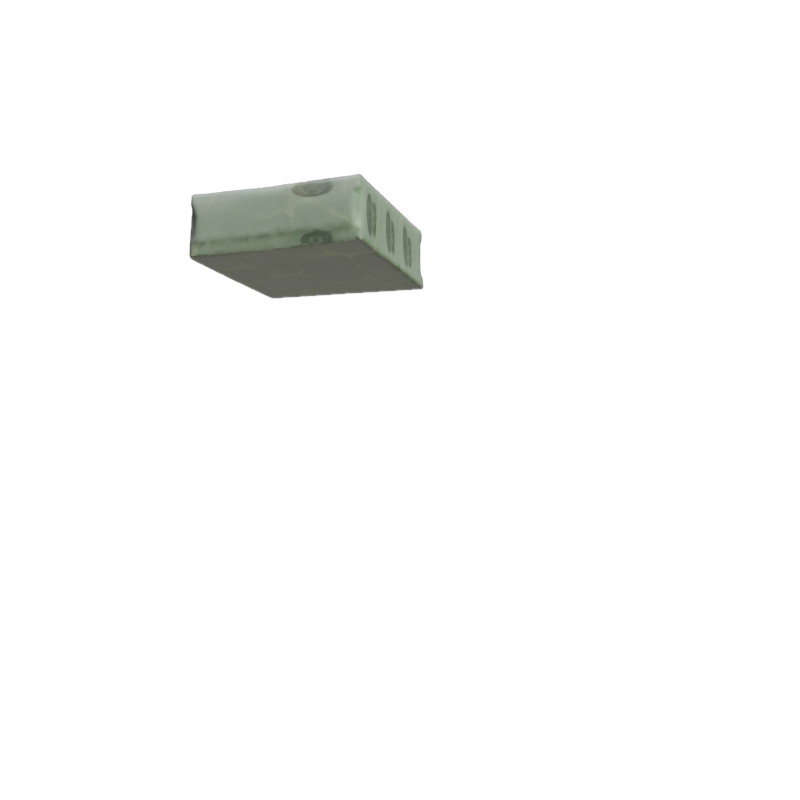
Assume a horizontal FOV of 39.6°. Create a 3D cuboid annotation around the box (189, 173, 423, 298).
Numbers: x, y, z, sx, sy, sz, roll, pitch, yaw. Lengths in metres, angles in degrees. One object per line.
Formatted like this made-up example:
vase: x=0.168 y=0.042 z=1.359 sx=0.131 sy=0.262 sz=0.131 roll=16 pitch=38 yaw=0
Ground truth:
box: x=-0.037 y=-0.067 z=0.468 sx=0.075 sy=0.031 sz=0.085 roll=-3 pitch=-8 yaw=19
